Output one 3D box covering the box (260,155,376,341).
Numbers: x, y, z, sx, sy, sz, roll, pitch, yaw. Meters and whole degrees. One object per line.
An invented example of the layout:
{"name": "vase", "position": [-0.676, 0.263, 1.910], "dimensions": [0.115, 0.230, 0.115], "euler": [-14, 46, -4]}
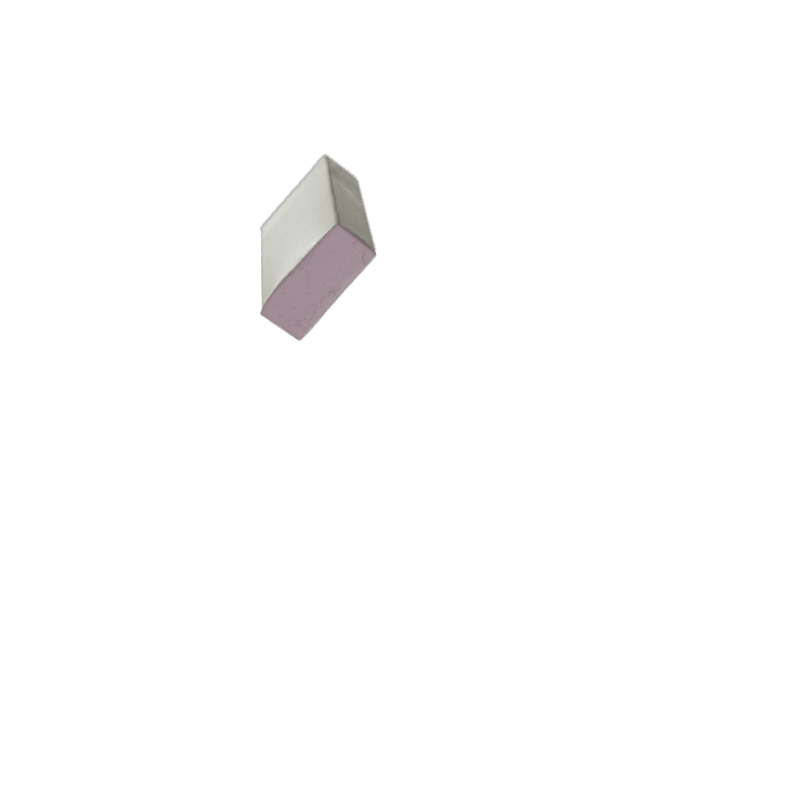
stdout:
{"name": "box", "position": [-0.069, -0.127, 0.891], "dimensions": [0.046, 0.092, 0.186], "euler": [38, 18, -20]}
